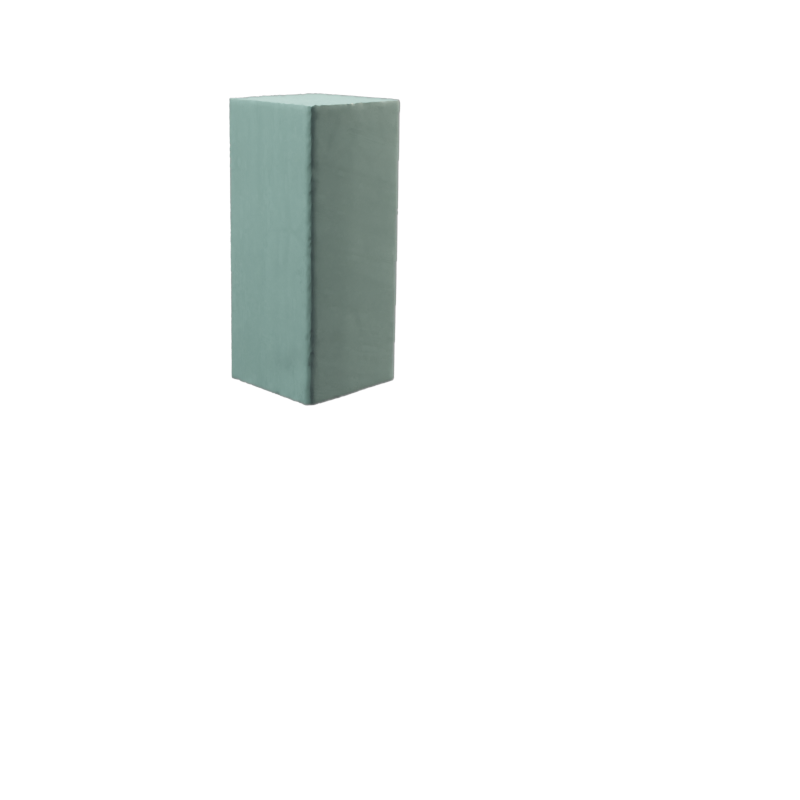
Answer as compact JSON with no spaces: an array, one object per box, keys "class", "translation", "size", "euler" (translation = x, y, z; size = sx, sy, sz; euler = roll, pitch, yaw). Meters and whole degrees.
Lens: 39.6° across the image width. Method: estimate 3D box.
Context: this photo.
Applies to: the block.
[{"class":"block","translation":[-0.062,-0.114,0.799],"size":[0.088,0.200,0.096],"euler":[-11,17,-44]}]
